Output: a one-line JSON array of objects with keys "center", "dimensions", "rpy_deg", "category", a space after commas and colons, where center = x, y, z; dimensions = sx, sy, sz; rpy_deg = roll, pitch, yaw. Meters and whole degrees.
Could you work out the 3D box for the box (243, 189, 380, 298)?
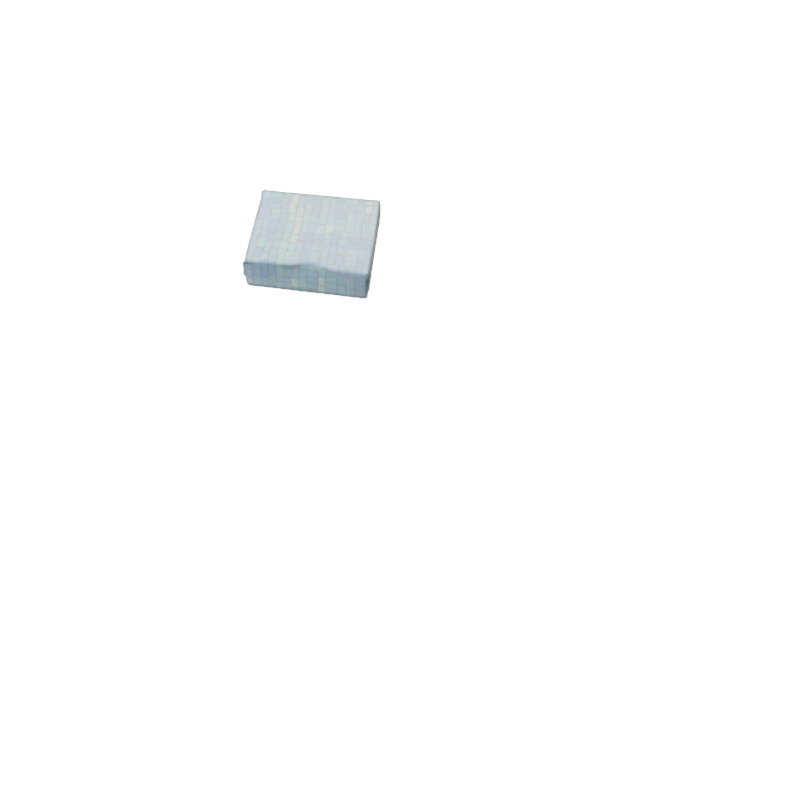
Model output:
[{"center": [-0.062, -0.113, 0.795], "dimensions": [0.090, 0.078, 0.028], "rpy_deg": [6, -39, 5], "category": "box"}]
